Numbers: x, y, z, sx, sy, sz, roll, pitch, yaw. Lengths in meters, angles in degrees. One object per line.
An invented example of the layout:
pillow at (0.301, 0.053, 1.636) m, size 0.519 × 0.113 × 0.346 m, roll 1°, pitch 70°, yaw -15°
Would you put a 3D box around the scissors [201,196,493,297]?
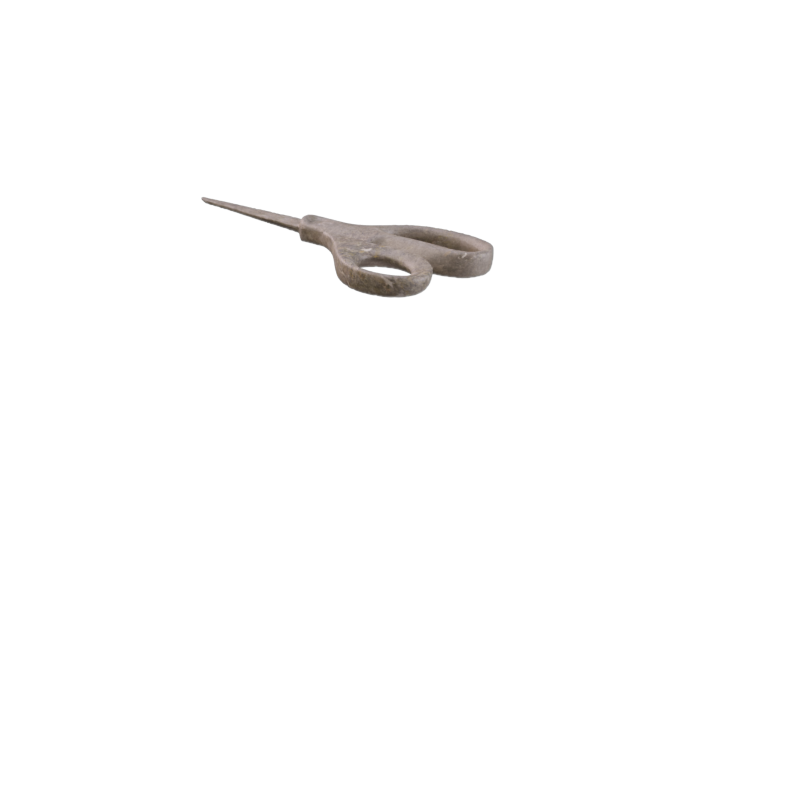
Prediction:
scissors at (-0.049, -0.090, 0.631) m, size 0.209 × 0.015 × 0.097 m, roll 11°, pitch 28°, yaw 23°
